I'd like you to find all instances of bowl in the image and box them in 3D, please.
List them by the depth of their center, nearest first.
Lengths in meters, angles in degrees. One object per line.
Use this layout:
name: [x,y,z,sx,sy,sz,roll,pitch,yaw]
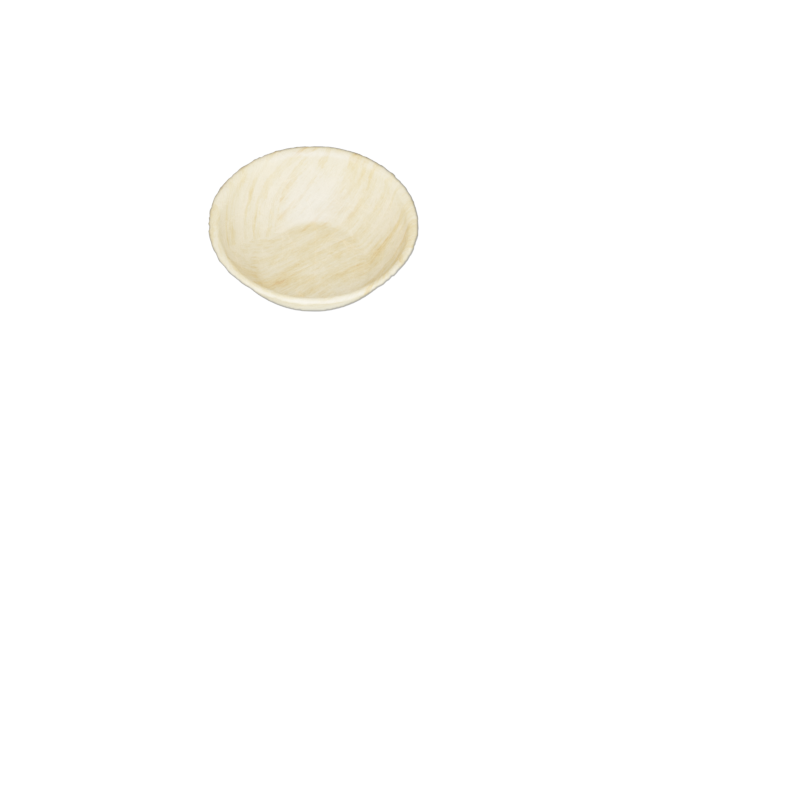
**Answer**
bowl: [-0.068,-0.124,0.869,0.162,0.174,0.051,-1,-38,-1]
